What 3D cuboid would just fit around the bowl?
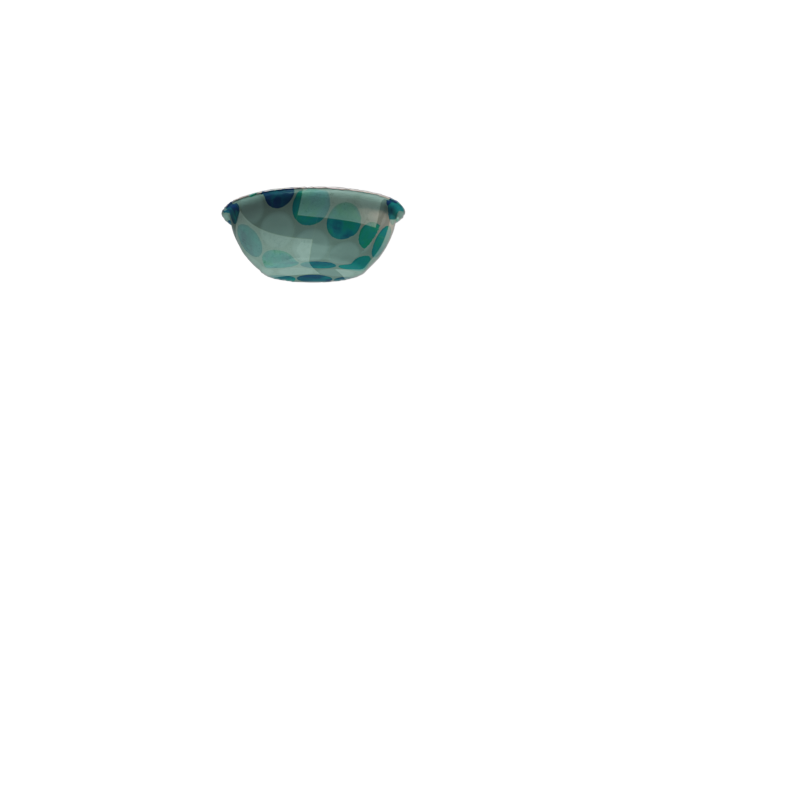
[{"bbox_3d":[-0.076,-0.139,0.973,0.162,0.056,0.158,0,-7,-2],"label":"bowl"}]
